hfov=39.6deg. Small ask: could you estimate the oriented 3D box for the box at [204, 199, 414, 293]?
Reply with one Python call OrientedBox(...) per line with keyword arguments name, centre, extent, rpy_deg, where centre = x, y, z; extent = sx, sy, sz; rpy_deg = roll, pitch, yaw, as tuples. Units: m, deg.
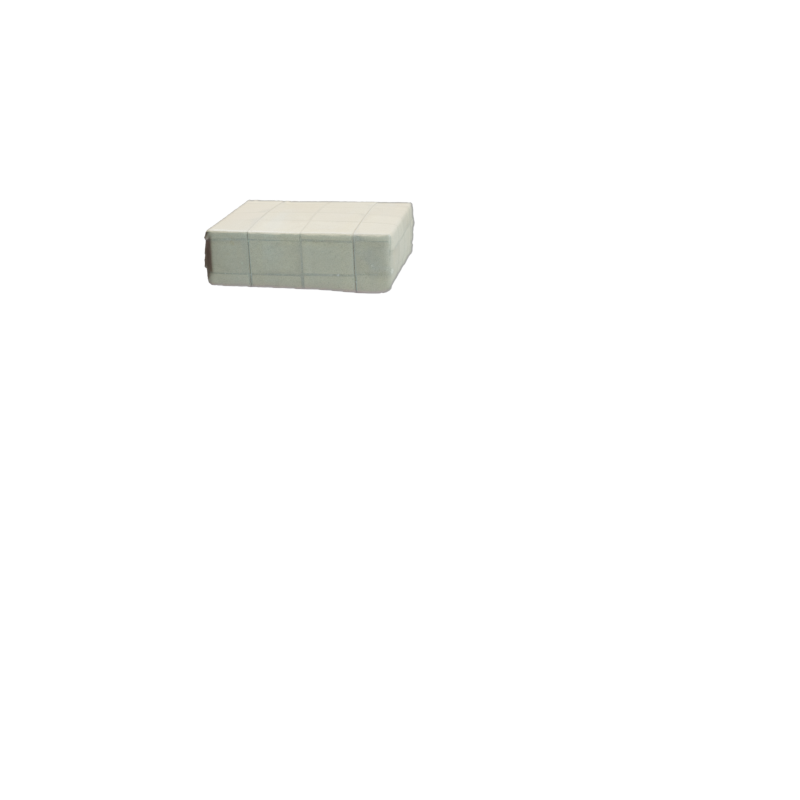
OrientedBox(name="box", centre=(-0.053, -0.097, 0.679), extent=(0.115, 0.037, 0.092), rpy_deg=(4, 22, 10))
